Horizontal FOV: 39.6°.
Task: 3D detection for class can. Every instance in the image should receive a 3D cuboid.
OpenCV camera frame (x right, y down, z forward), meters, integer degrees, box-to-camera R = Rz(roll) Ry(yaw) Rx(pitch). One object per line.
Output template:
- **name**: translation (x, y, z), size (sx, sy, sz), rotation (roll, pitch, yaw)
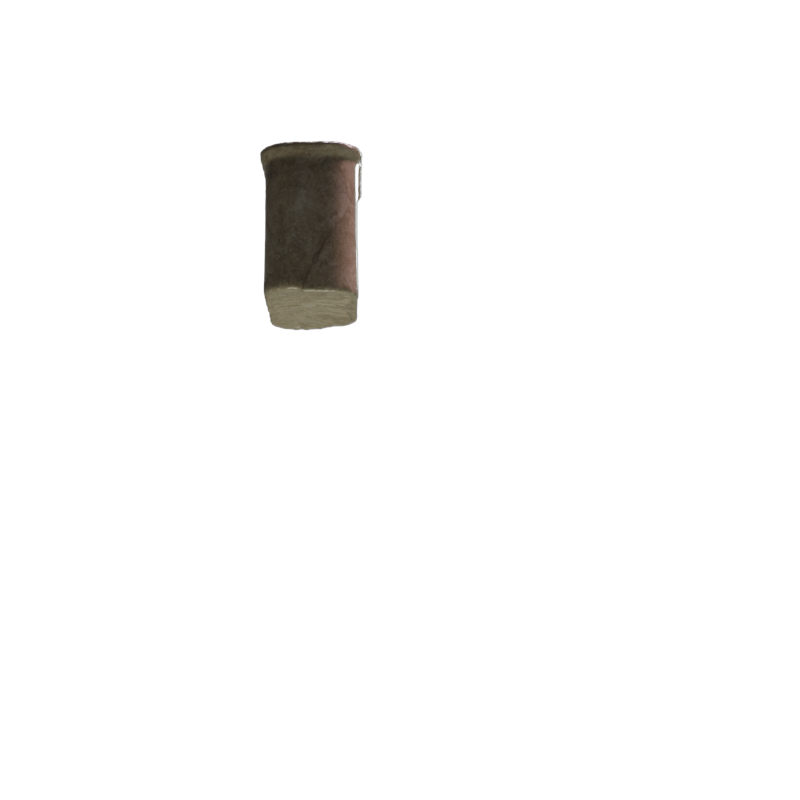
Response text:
- **can**: translation (-0.050, -0.091, 0.639), size (0.057, 0.087, 0.099), rotation (0, -12, -1)
